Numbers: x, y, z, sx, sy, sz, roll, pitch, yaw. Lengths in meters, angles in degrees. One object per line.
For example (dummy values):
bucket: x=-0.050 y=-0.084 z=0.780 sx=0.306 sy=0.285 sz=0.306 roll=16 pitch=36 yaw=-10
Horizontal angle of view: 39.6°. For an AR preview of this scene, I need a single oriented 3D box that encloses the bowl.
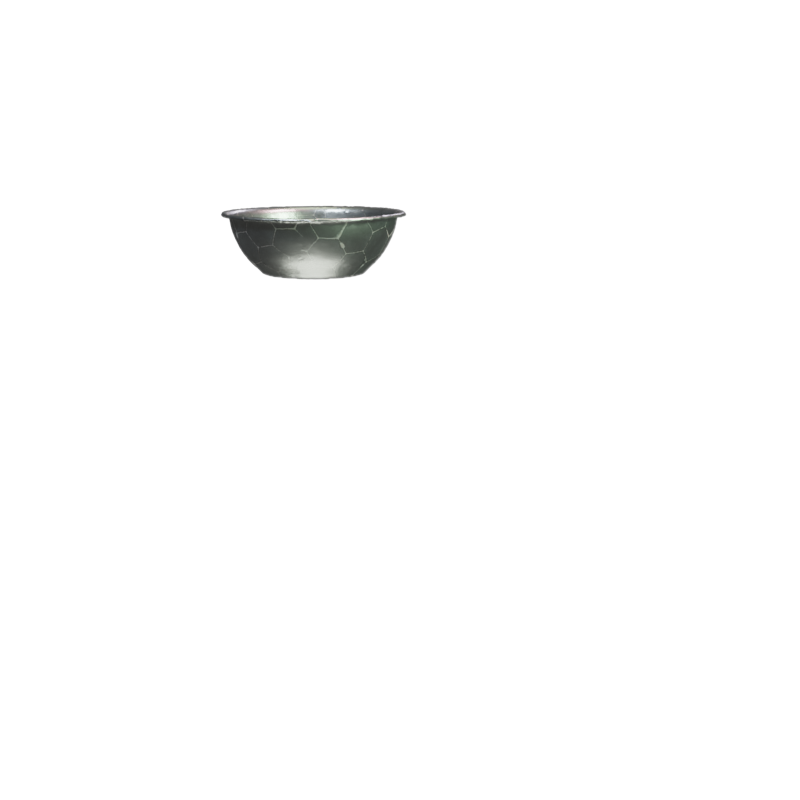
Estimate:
bowl: x=-0.076 y=-0.139 z=0.973 sx=0.162 sy=0.054 sz=0.166 roll=0 pitch=13 yaw=-2
